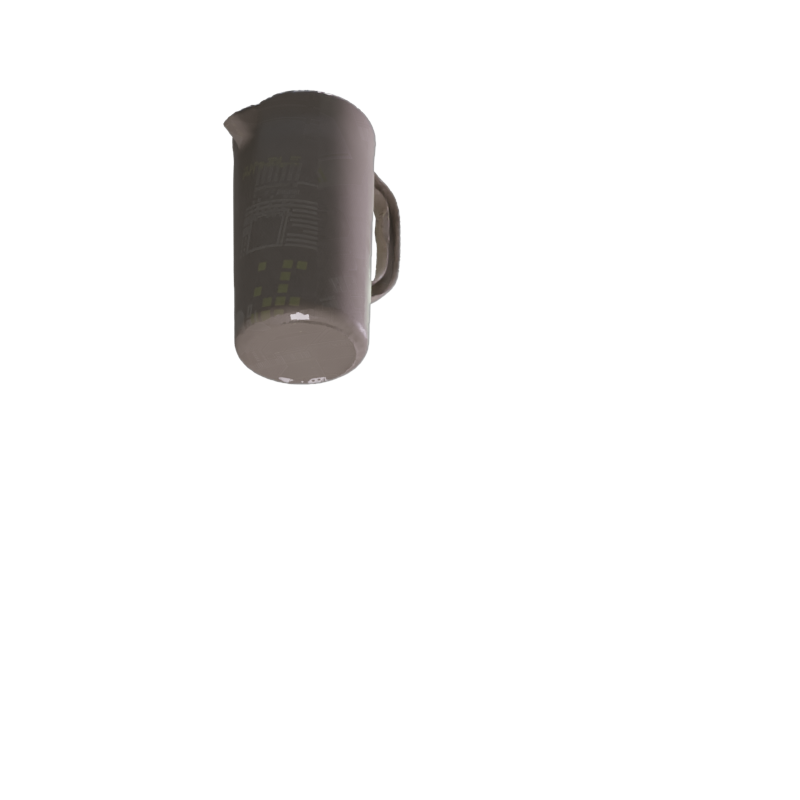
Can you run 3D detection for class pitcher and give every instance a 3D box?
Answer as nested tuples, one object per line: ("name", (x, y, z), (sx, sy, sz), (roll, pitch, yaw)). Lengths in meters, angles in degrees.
("pitcher", (-0.075, -0.137, 0.958), (0.150, 0.260, 0.134), (-5, -36, 3))
